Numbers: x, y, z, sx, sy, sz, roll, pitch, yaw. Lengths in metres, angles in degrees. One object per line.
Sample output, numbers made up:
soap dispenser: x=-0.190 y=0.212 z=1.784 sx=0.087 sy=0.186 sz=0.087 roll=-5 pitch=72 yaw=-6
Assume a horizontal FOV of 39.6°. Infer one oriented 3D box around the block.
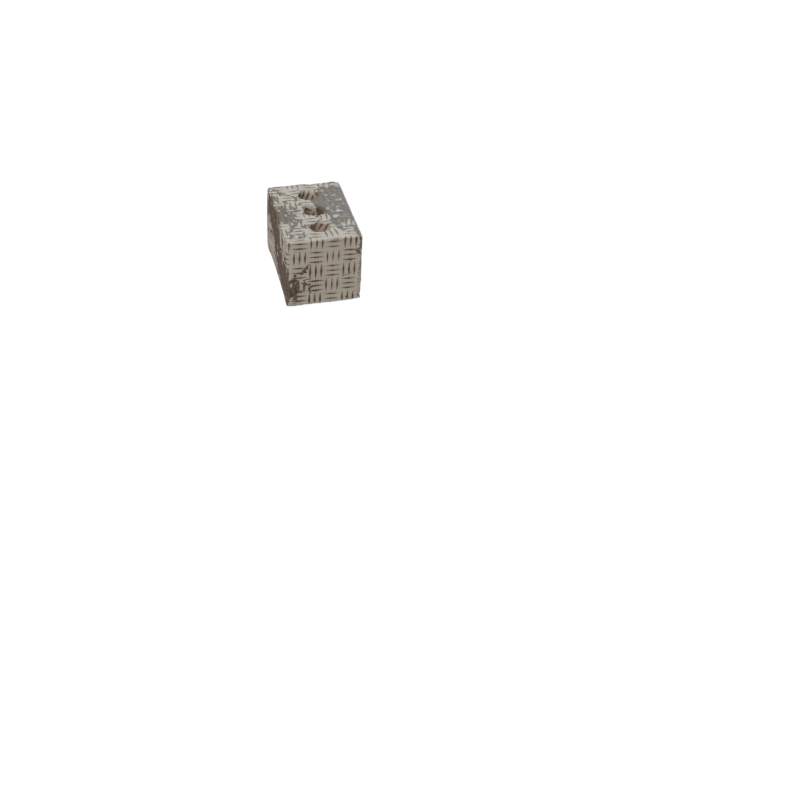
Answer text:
block: x=-0.059 y=-0.108 z=0.758 sx=0.052 sy=0.048 sz=0.084 roll=-7 pitch=37 yaw=-12
